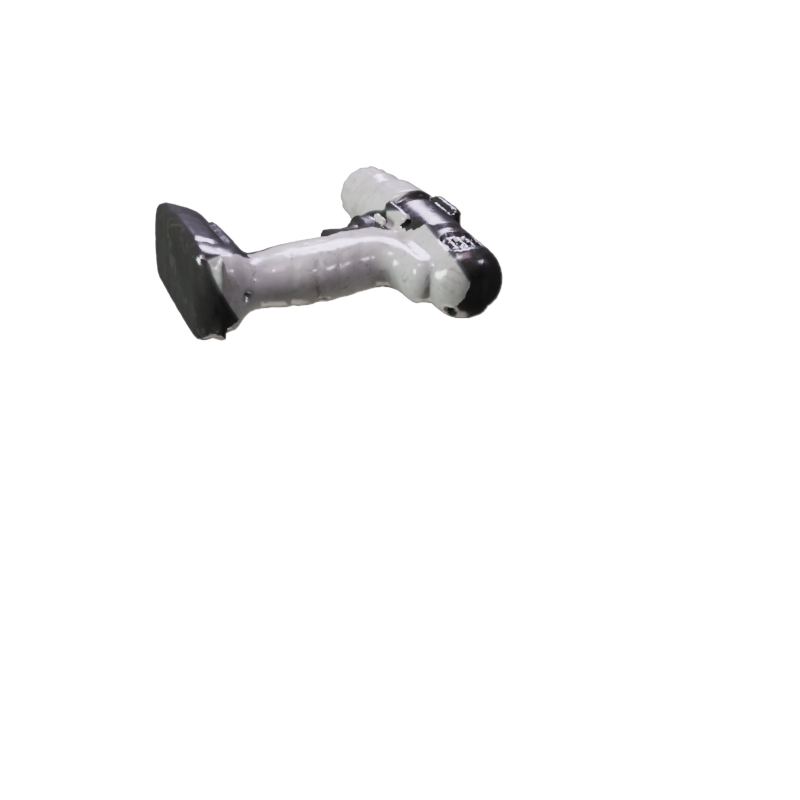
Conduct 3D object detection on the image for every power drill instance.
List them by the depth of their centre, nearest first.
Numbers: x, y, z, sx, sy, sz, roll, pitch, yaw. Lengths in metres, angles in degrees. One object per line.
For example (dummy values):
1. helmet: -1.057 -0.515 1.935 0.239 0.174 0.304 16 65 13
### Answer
1. power drill: -0.054 -0.099 0.694 0.184 0.054 0.198 -11 30 -20
